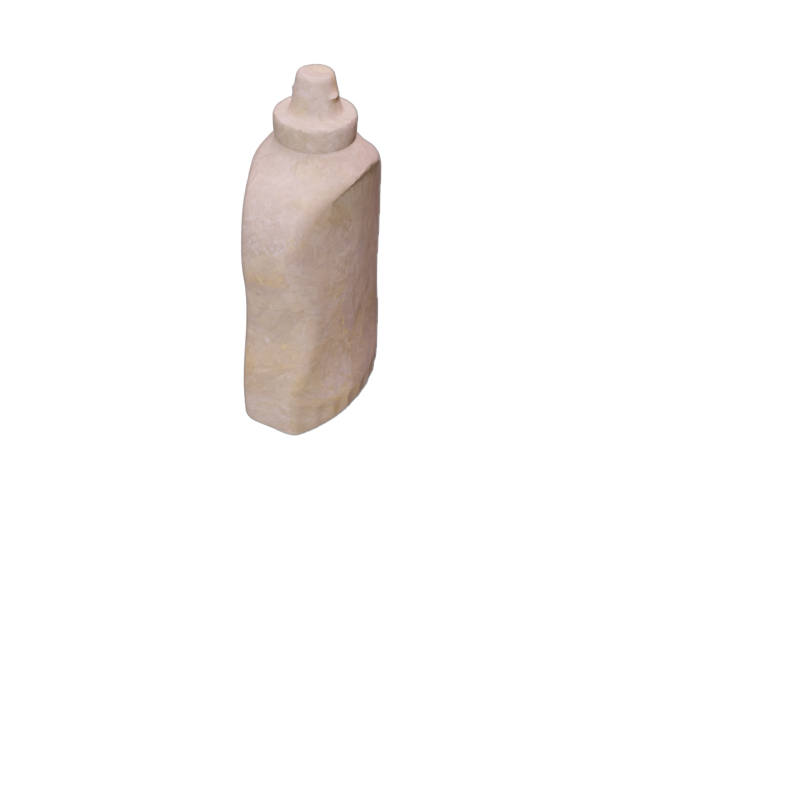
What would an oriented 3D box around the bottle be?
[{"bbox_3d":[-0.044,-0.081,0.569,0.061,0.179,0.098,20,40,22],"label":"bottle"}]
